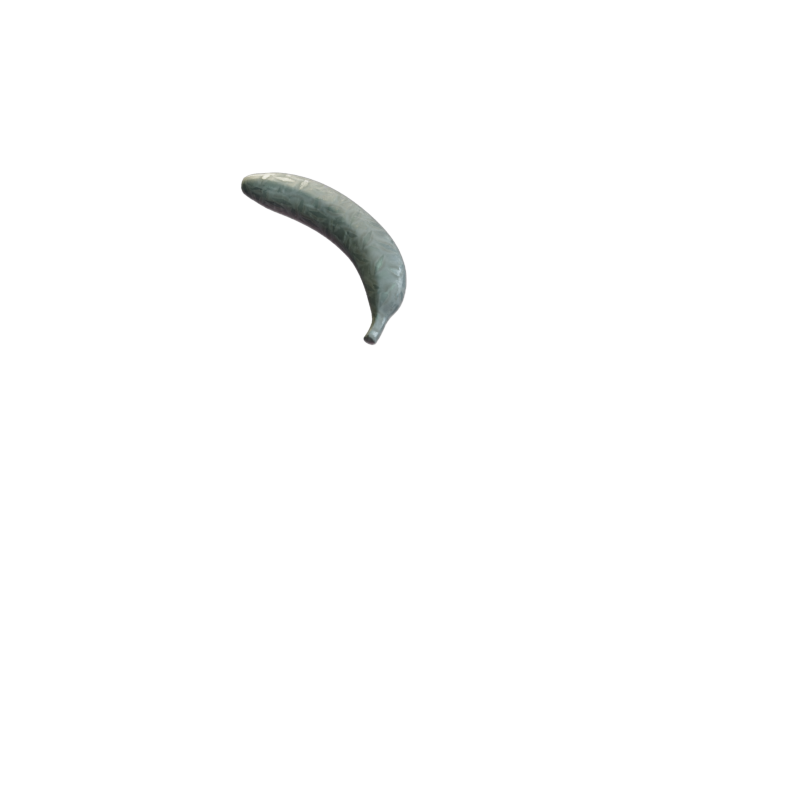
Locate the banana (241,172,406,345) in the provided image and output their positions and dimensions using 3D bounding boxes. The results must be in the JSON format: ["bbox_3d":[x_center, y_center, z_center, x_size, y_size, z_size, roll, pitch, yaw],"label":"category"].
[{"bbox_3d":[-0.052,-0.132,0.893,0.069,0.213,0.034,-27,-34,-20],"label":"banana"}]
